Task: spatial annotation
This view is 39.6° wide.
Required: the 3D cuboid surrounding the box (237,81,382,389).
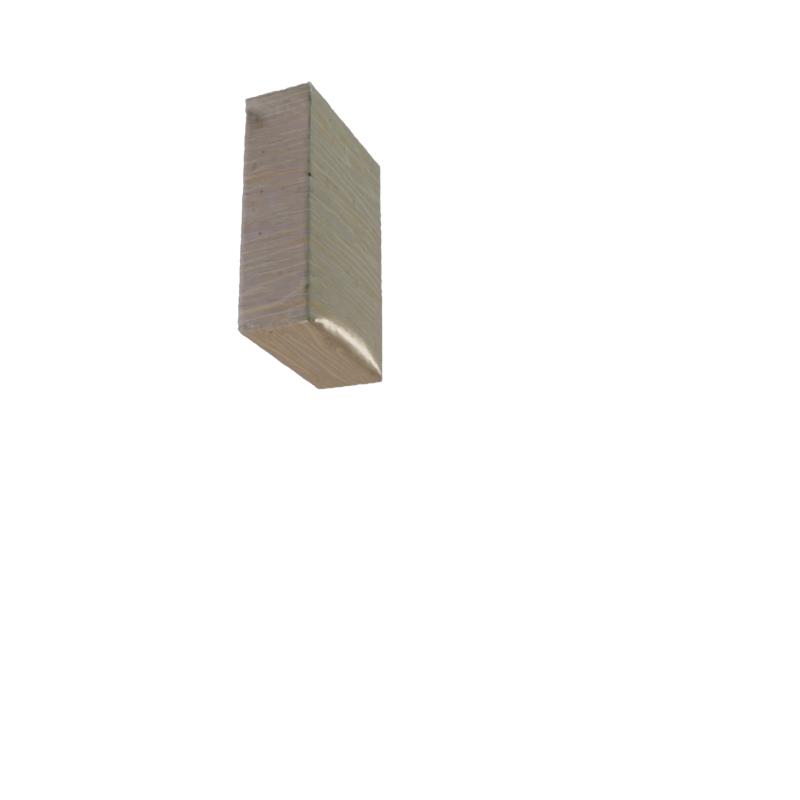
[{"bbox_3d":[-0.074,-0.135,0.945,0.073,0.225,0.153,-10,-23,19],"label":"box"}]
